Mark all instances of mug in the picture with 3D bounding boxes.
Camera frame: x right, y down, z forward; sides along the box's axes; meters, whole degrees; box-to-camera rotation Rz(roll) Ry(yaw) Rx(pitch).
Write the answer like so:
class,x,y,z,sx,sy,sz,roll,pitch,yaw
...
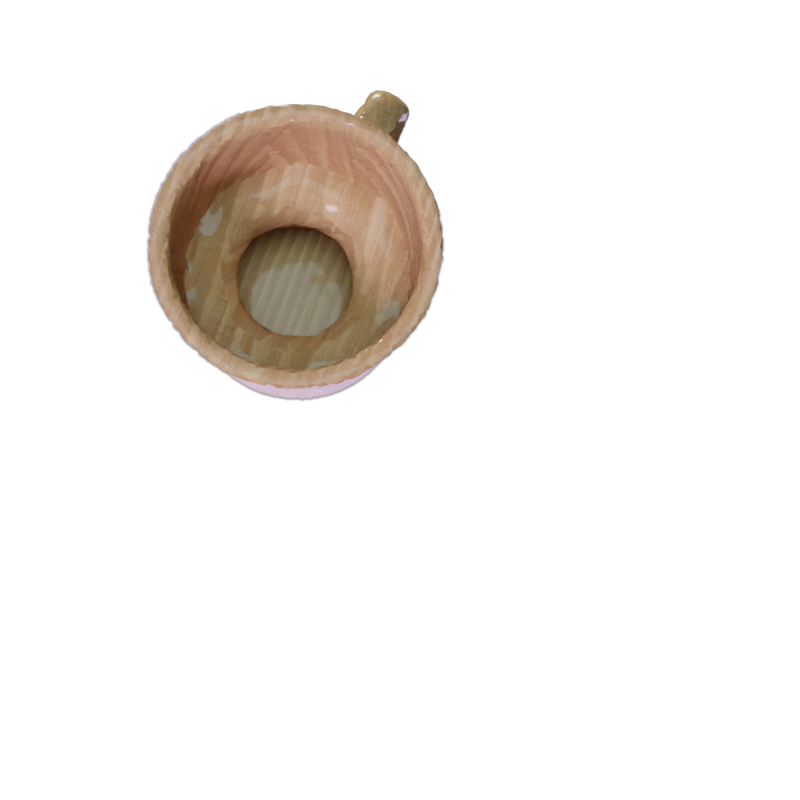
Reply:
class,x,y,z,sx,sy,sz,roll,pitch,yaw
mug,-0.030,-0.056,0.389,0.094,0.119,0.079,26,-12,4
